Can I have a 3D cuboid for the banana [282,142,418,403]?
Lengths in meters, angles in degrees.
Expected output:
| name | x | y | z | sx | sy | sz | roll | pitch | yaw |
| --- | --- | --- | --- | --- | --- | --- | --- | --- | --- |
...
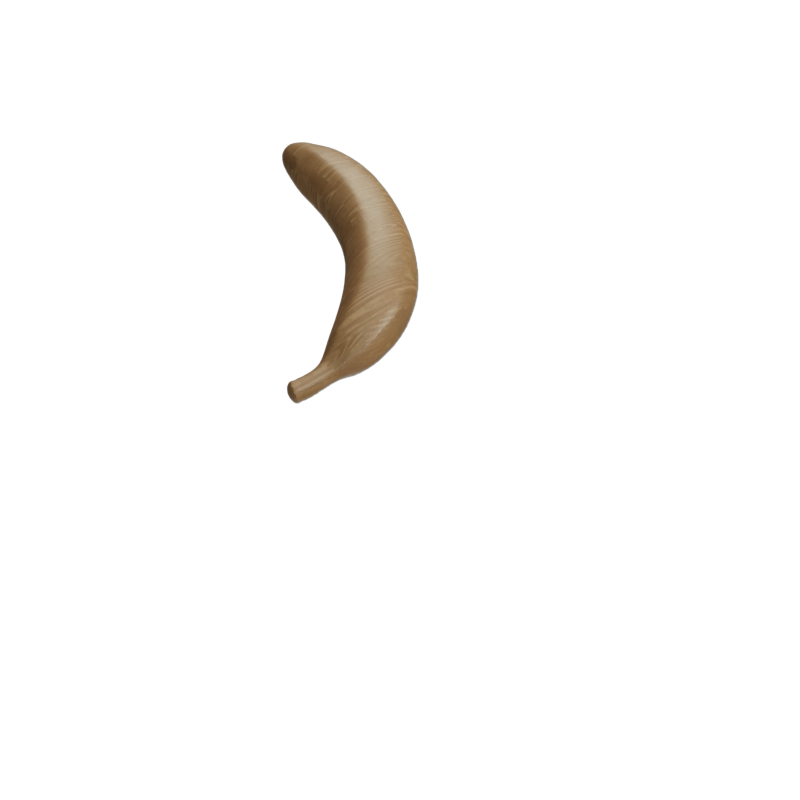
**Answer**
| name | x | y | z | sx | sy | sz | roll | pitch | yaw |
| --- | --- | --- | --- | --- | --- | --- | --- | --- | --- |
| banana | -0.028 | -0.082 | 0.589 | 0.069 | 0.034 | 0.213 | -3 | 44 | -4 |
